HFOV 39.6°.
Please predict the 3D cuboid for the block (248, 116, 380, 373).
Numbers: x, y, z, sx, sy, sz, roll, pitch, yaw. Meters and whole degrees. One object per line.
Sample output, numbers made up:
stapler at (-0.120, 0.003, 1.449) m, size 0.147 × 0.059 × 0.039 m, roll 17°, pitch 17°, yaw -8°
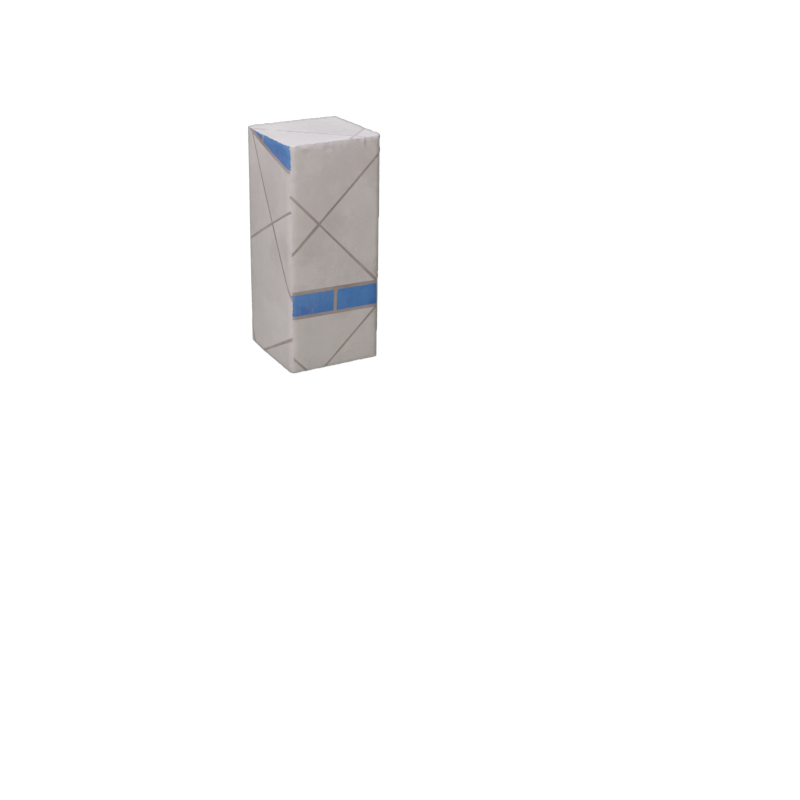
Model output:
block at (-0.078, -0.142, 0.993) m, size 0.089 × 0.197 × 0.096 m, roll -10°, pitch 23°, yaw -27°
